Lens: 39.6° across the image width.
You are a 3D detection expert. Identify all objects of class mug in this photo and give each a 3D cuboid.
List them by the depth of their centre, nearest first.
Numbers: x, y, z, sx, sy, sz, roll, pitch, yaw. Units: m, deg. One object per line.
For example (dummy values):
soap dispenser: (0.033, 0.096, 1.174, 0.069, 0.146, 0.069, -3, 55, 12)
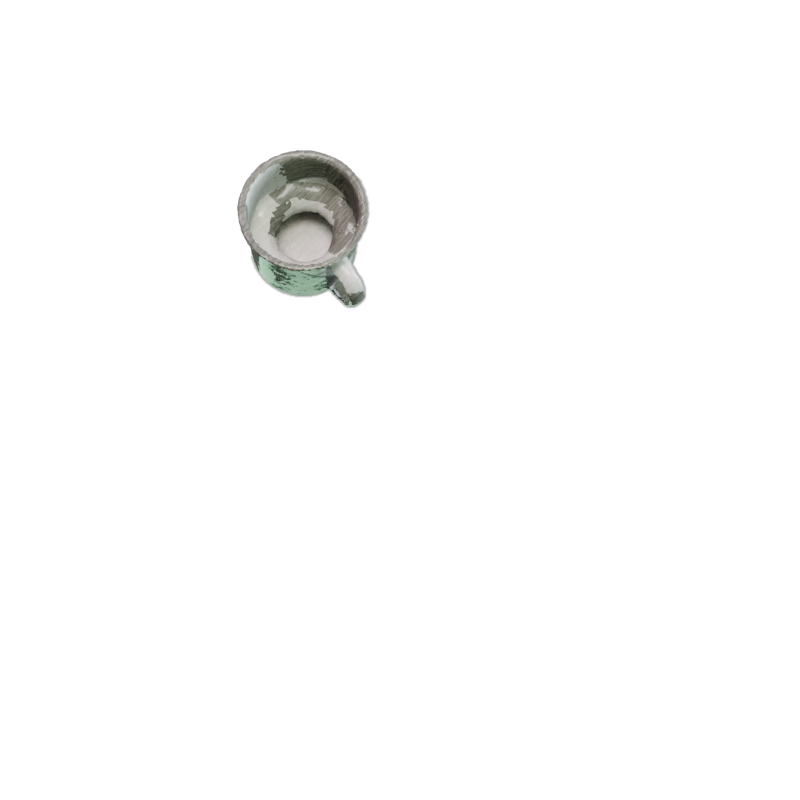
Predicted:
mug: (-0.064, -0.117, 0.819, 0.094, 0.122, 0.078, -37, -14, -12)
